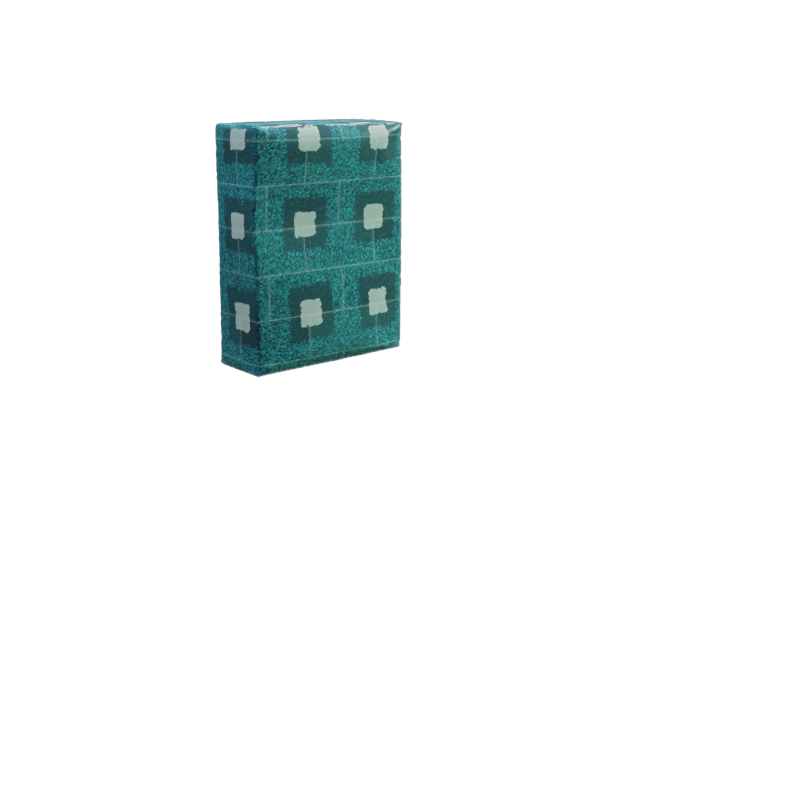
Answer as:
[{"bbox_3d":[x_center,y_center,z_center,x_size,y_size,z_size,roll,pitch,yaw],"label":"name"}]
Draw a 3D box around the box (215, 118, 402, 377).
[{"bbox_3d":[-0.077,-0.141,0.989,0.160,0.209,0.076,-9,14,-38],"label":"box"}]
